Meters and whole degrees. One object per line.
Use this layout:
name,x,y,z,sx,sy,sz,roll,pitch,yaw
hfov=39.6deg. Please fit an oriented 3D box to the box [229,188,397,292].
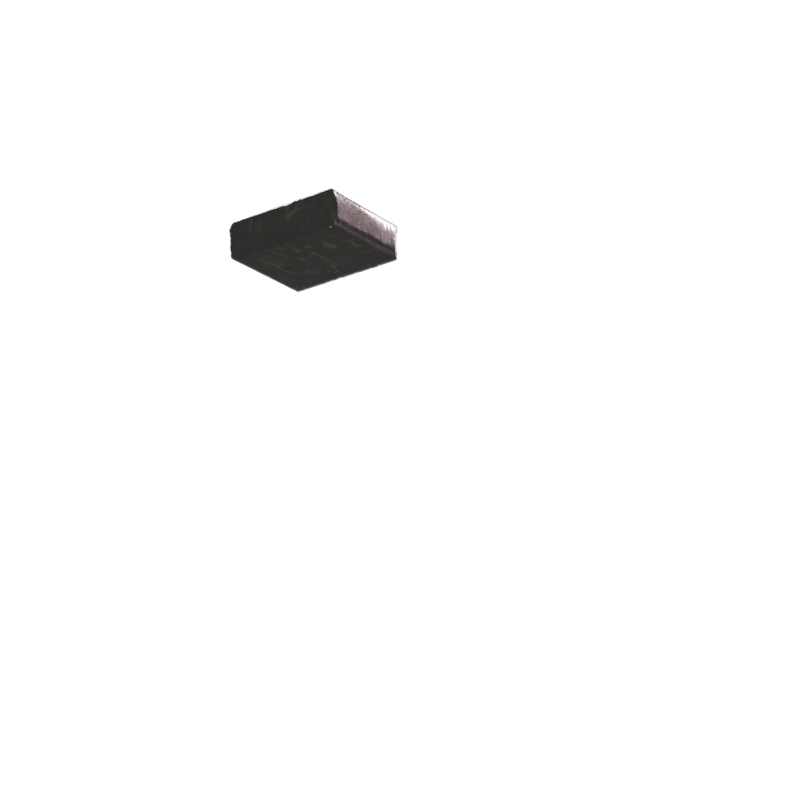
box,-0.058,-0.106,0.743,0.091,0.032,0.068,-13,-22,34
